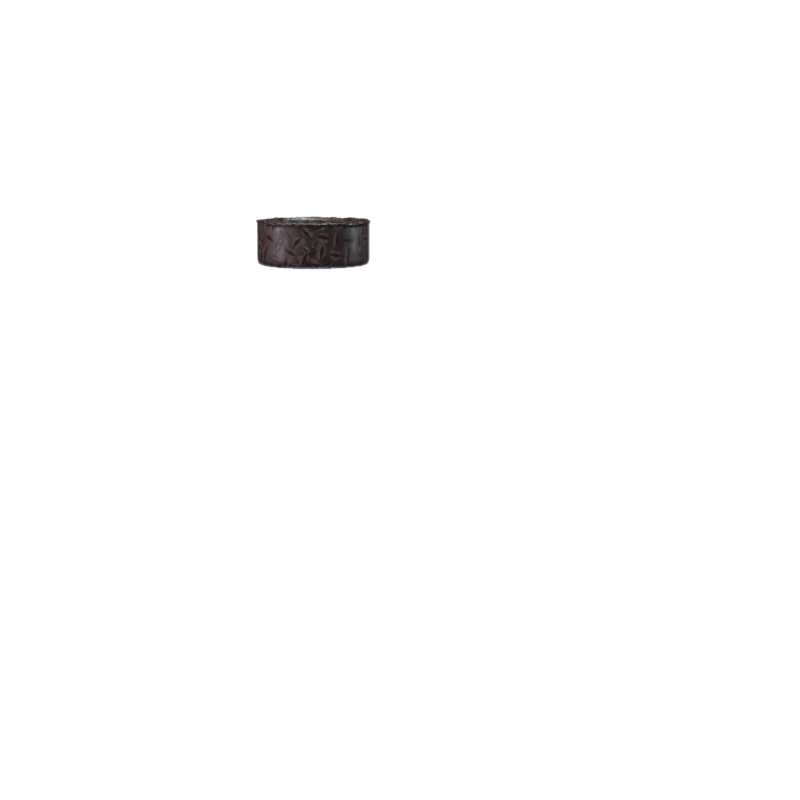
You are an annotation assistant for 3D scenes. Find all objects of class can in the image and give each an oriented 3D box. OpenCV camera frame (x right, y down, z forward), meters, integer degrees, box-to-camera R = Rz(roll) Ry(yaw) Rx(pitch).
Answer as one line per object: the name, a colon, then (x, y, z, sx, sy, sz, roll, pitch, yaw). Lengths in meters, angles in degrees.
can: (-0.065, -0.119, 0.831, 0.086, 0.033, 0.088, 0, 11, -2)
